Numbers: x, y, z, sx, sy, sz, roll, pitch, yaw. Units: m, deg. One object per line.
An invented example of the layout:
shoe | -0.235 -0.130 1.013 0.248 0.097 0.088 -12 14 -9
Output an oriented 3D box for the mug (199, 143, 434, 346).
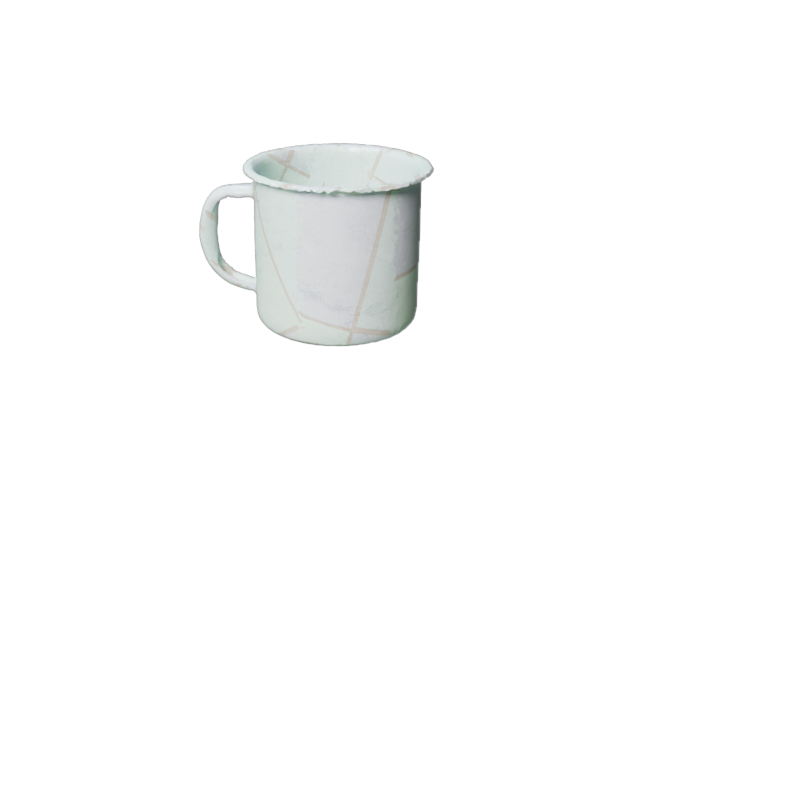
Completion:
mug | -0.043 -0.079 0.554 0.118 0.078 0.097 3 23 6
